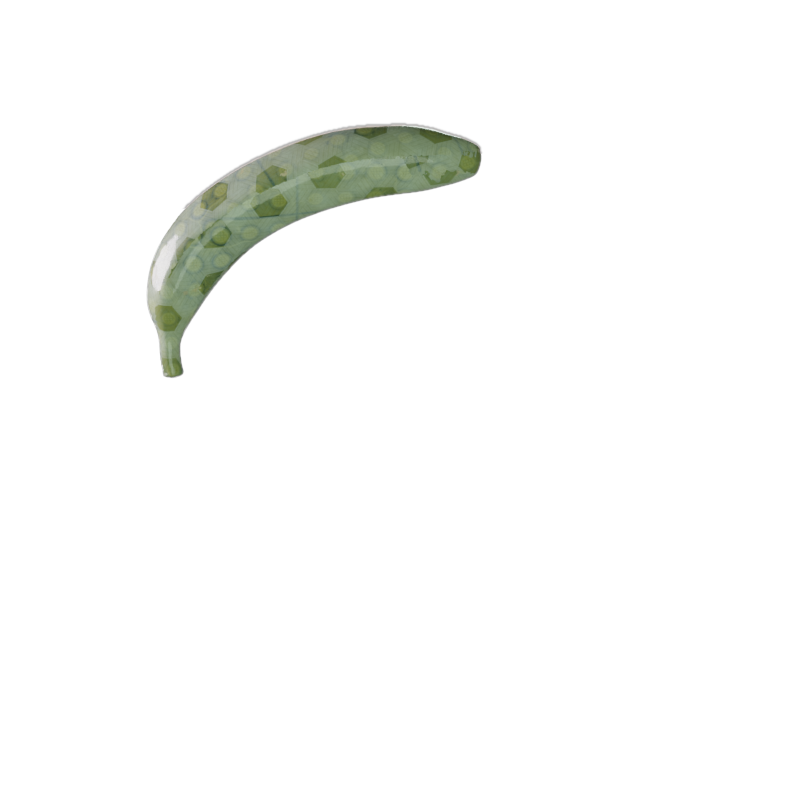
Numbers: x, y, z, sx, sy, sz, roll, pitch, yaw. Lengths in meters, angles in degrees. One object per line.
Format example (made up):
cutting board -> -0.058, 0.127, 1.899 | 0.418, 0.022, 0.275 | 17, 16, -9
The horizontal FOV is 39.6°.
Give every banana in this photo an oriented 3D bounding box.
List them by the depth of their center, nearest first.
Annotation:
banana -> -0.058, -0.091, 0.556 | 0.197, 0.066, 0.039 | -33, 19, 12
